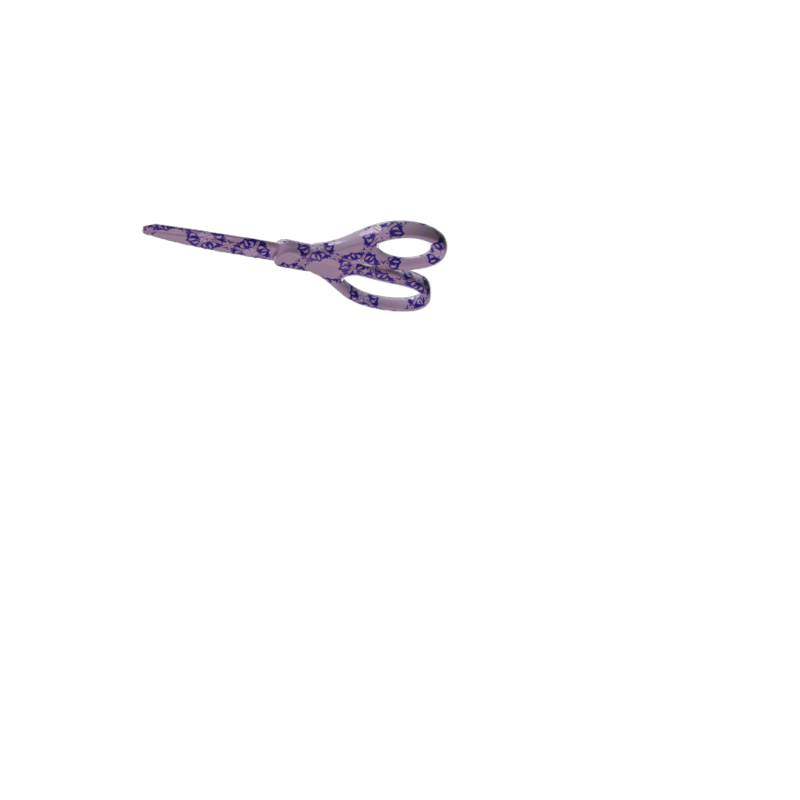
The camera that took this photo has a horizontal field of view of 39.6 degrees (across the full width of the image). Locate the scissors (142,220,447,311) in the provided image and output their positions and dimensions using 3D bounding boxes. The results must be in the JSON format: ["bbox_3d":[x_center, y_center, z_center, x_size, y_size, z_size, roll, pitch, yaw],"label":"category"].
[{"bbox_3d":[-0.057,-0.103,0.722,0.193,0.017,0.094,18,-38,-26],"label":"scissors"}]
